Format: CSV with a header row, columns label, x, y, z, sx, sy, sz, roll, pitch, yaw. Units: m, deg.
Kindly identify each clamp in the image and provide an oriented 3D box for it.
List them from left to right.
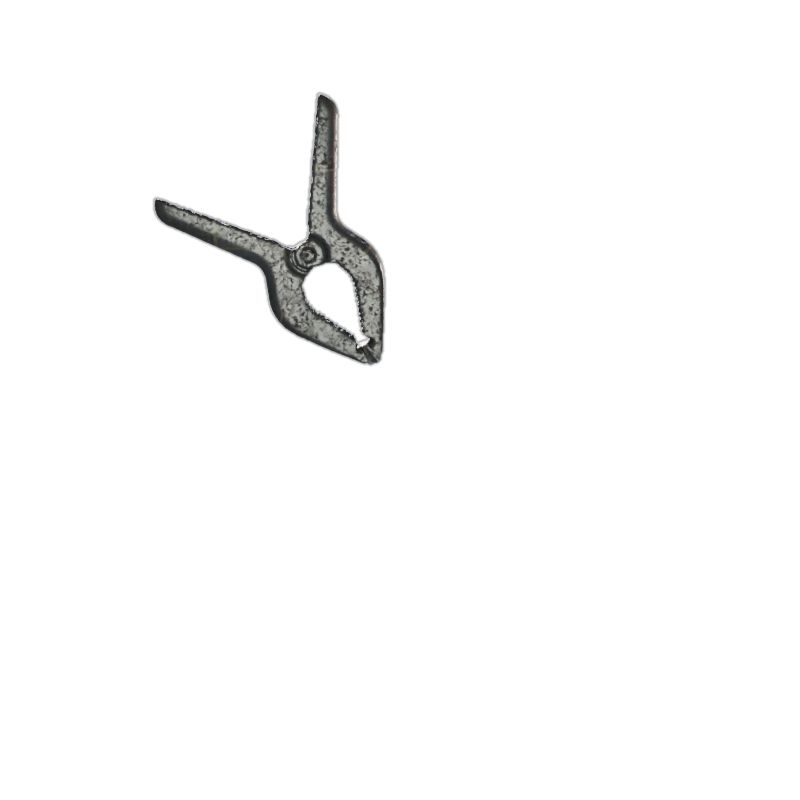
label,x,y,z,sx,sy,sz,roll,pitch,yaw
clamp,-0.068,-0.125,0.873,0.164,0.208,0.037,-39,3,2
